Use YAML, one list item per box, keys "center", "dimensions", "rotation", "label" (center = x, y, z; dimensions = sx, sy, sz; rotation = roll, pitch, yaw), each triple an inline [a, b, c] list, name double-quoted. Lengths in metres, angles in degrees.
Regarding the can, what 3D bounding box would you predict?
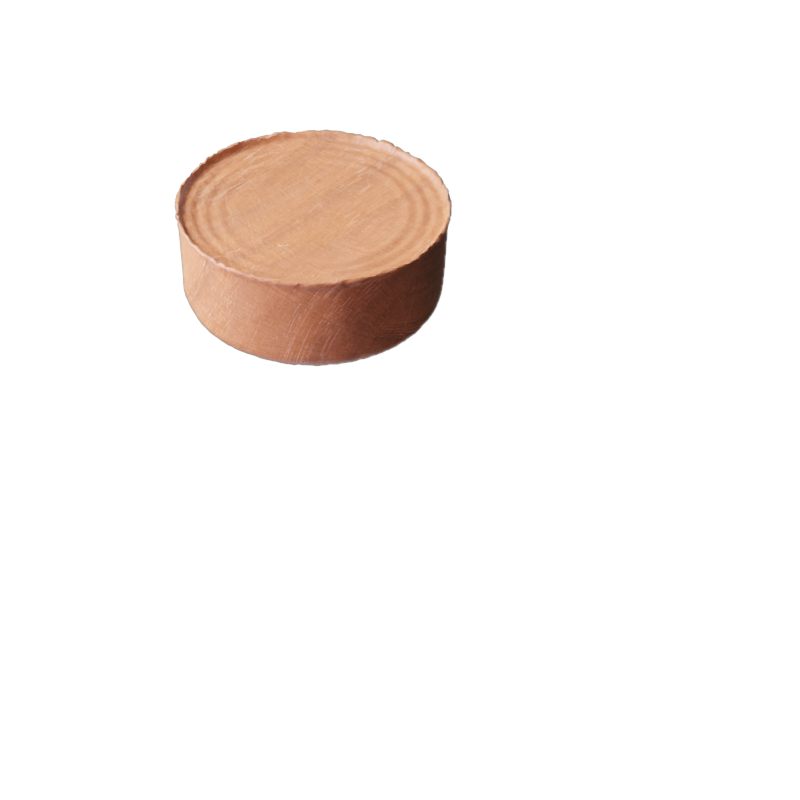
- center: [-0.028, -0.050, 0.353]
  dimensions: [0.086, 0.031, 0.092]
  rotation: [-1, 41, -2]
  label: "can"
